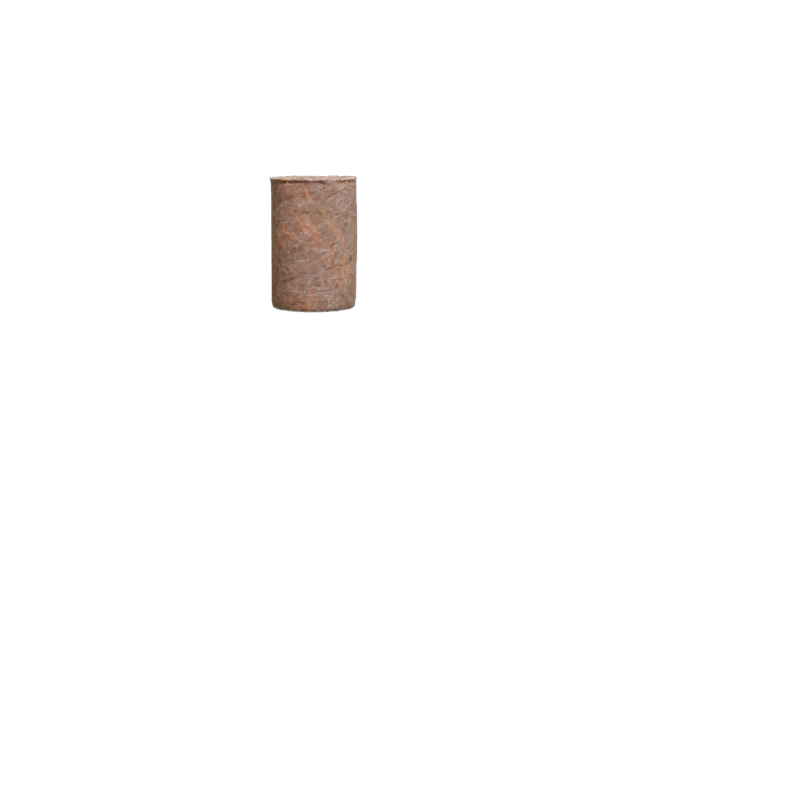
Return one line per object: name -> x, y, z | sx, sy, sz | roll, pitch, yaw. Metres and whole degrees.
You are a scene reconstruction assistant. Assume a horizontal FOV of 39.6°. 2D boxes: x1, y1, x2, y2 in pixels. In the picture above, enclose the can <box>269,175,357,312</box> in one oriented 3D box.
can -> -0.068, -0.124, 0.866 | 0.068, 0.101, 0.070 | 0, 8, -2
